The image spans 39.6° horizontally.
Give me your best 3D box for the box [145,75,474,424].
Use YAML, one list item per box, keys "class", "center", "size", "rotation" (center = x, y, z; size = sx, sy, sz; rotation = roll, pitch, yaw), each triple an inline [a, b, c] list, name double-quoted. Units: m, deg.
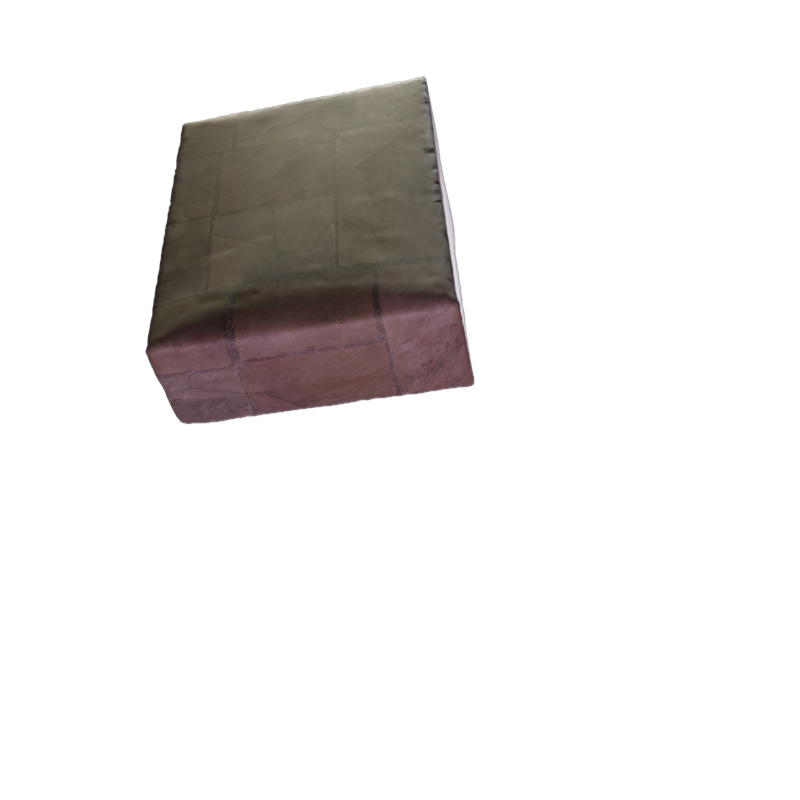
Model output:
- class: "box"
  center: [-0.051, -0.093, 0.653]
  size: [0.165, 0.066, 0.230]
  rotation: [-10, 44, 6]
